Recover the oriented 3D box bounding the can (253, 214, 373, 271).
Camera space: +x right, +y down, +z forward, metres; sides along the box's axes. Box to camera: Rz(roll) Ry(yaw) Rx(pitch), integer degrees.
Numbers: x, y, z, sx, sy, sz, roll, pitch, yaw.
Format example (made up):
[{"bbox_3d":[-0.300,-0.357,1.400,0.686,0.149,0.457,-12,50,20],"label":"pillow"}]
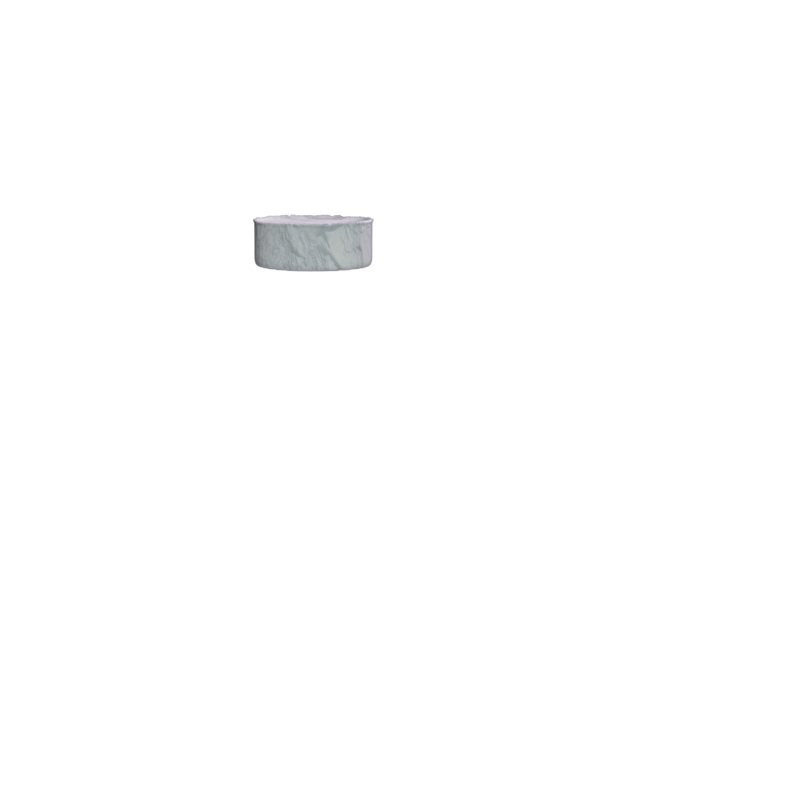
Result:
[{"bbox_3d":[-0.062,-0.113,0.790,0.086,0.033,0.088,0,12,-2],"label":"can"}]
